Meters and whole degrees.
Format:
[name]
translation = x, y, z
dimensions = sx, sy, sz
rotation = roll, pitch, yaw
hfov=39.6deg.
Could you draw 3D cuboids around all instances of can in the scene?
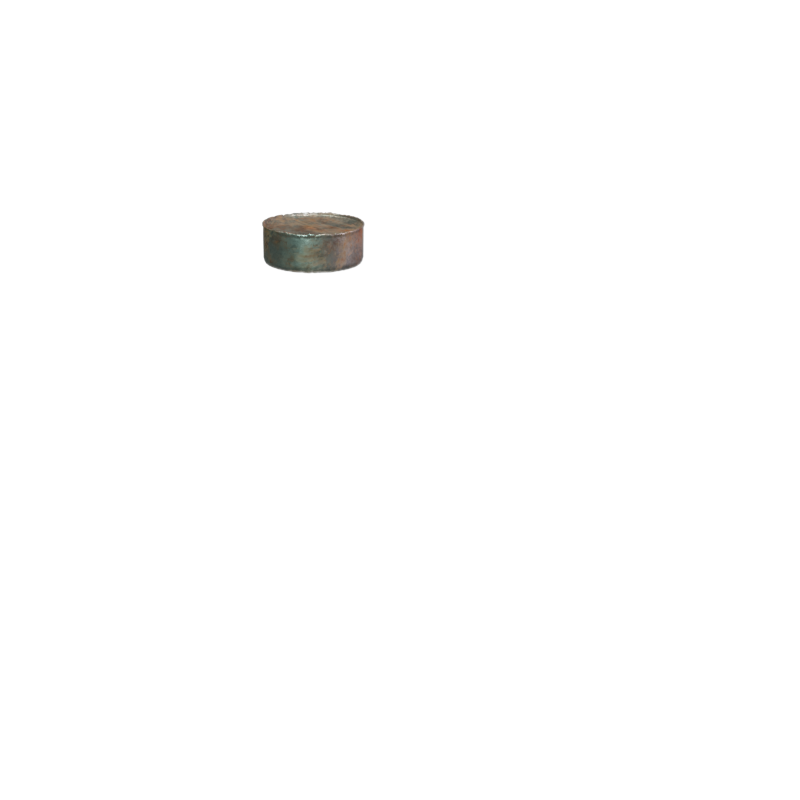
[can]
translation = -0.073, -0.133, 0.932
dimensions = 0.086, 0.032, 0.089
rotation = -1, 20, -2
